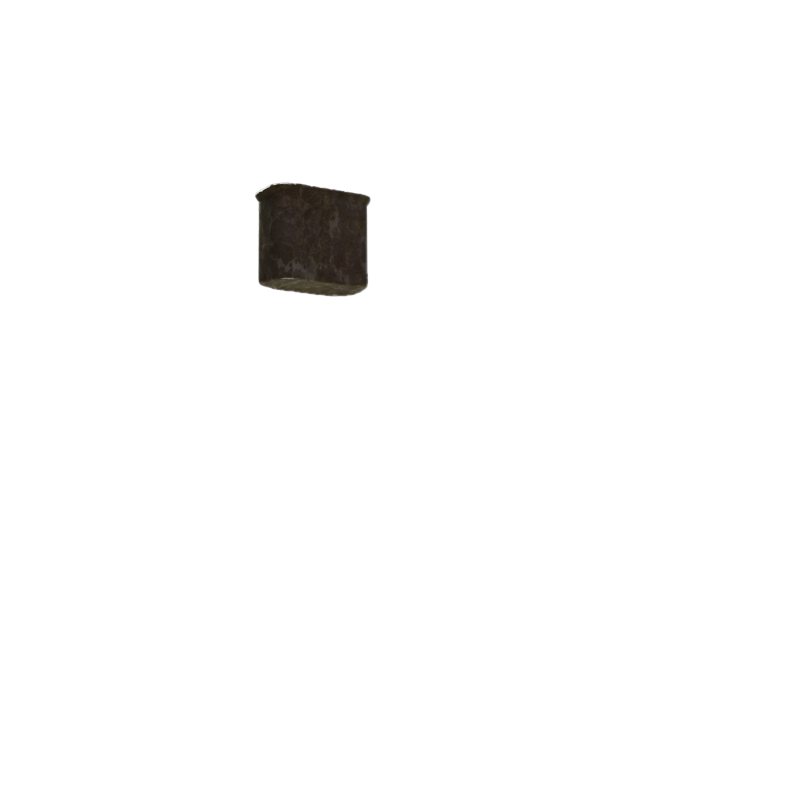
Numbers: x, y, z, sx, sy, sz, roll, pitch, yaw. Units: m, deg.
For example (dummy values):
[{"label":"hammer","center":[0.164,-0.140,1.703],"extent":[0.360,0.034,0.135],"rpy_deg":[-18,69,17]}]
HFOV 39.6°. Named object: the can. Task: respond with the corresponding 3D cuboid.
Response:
[{"label":"can","center":[-0.076,-0.139,0.974],"extent":[0.098,0.086,0.058],"rpy_deg":[5,-13,-32]}]
